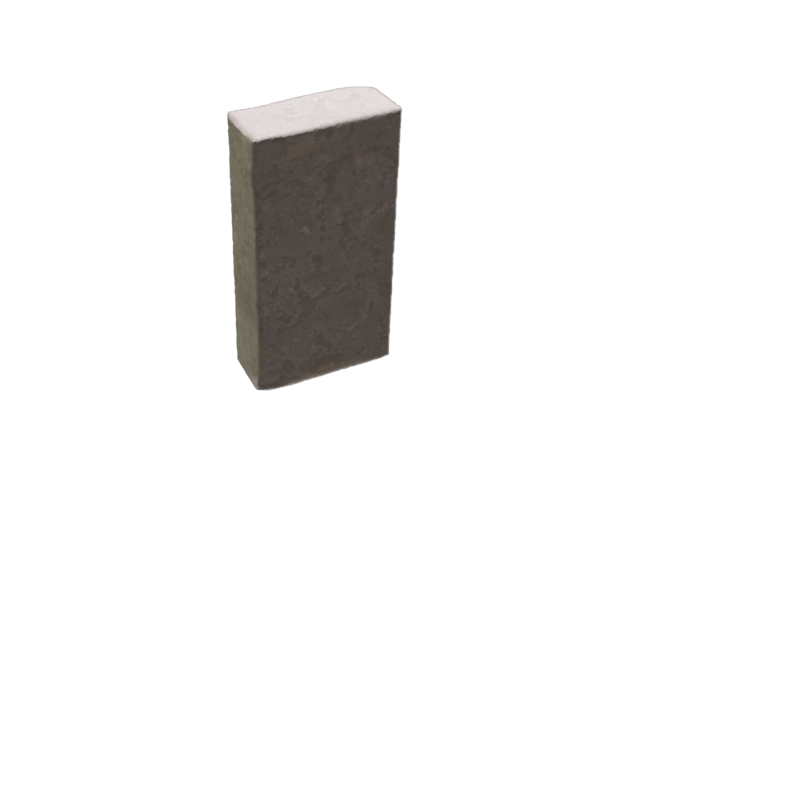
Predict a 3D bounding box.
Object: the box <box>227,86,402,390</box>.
[{"bbox_3d":[-0.051,-0.094,0.657,0.092,0.165,0.052,-15,37,-24],"label":"box"}]
